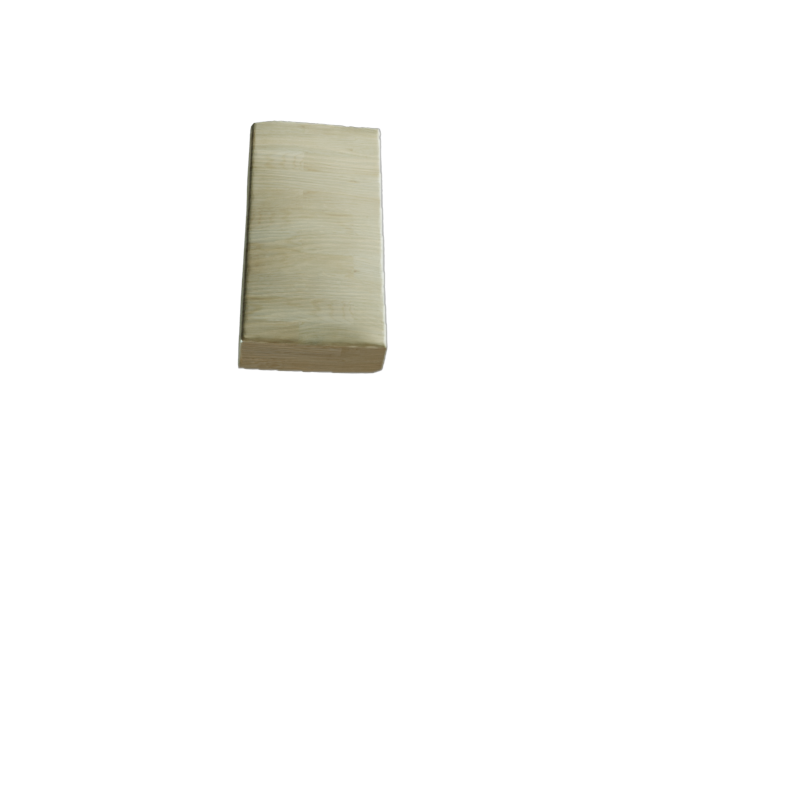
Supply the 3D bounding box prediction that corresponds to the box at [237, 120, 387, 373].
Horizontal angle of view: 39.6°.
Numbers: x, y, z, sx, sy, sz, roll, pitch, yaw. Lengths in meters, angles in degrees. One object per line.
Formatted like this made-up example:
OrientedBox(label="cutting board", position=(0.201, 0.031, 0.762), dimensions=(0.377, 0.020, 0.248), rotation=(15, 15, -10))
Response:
OrientedBox(label="box", position=(-0.058, -0.105, 0.735), dimensions=(0.093, 0.188, 0.045), rotation=(1, -30, -6))
